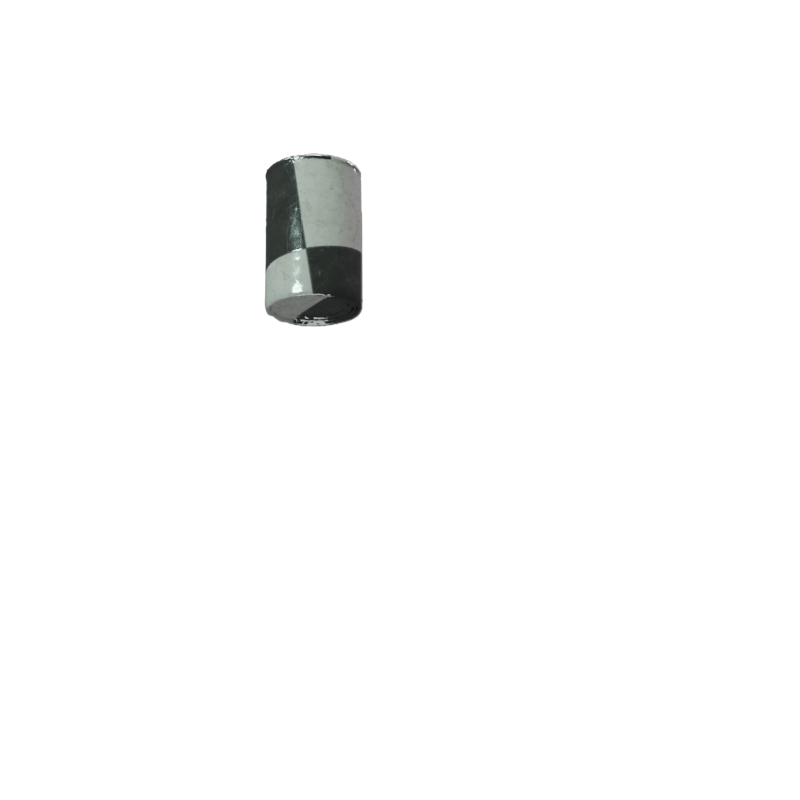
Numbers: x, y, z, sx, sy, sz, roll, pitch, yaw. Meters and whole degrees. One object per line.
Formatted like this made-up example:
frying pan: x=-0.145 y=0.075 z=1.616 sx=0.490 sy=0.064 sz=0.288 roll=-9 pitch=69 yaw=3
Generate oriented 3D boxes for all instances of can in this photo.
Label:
can: x=-0.060 y=-0.109 z=0.764 sx=0.068 sy=0.107 sz=0.065 roll=0 pitch=-20 yaw=-2
